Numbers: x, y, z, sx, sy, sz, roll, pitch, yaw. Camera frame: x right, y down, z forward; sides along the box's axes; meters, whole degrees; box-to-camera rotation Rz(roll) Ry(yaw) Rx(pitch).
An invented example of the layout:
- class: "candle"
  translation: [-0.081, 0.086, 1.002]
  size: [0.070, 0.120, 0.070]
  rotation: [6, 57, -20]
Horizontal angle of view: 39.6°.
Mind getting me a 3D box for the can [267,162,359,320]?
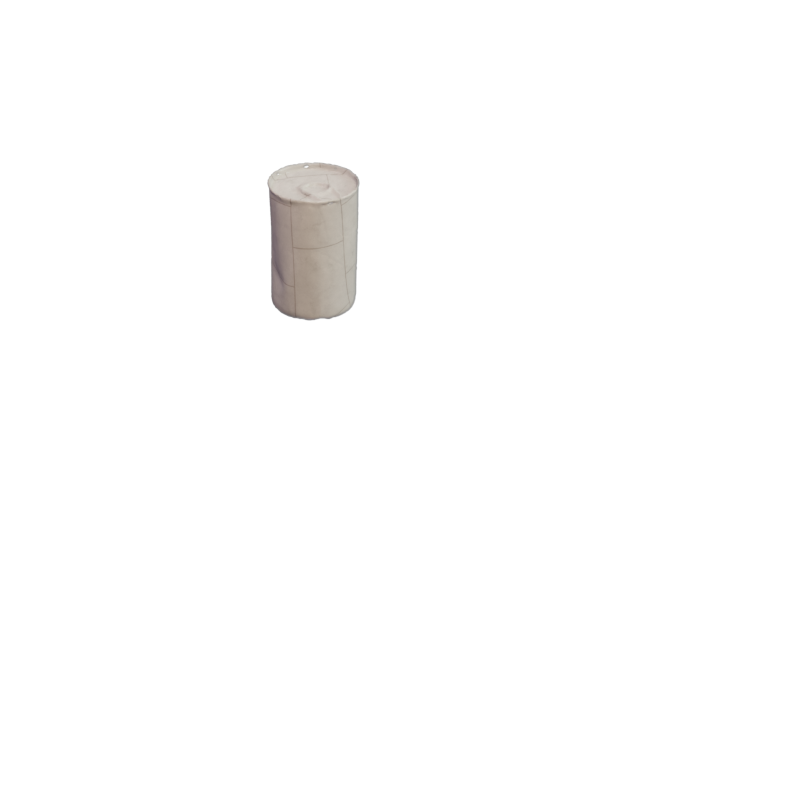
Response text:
- class: "can"
  translation: [-0.066, -0.120, 0.840]
  size: [0.068, 0.096, 0.073]
  rotation: [0, 31, -3]
